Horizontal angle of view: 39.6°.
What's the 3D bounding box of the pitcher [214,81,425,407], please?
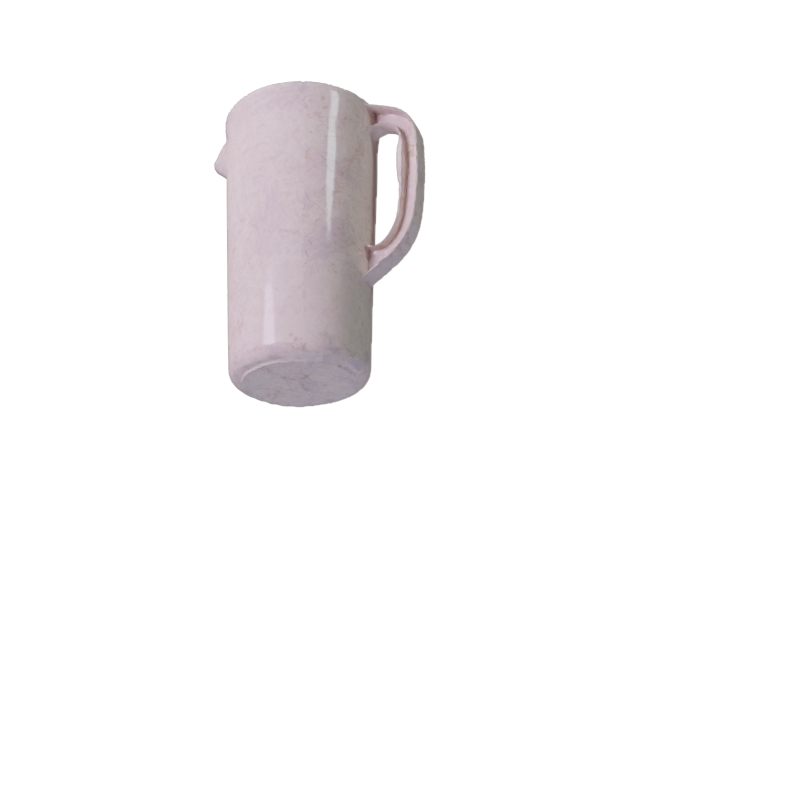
[{"bbox_3d":[-0.069,-0.126,0.885,0.140,0.258,0.145,10,-29,-21],"label":"pitcher"}]
